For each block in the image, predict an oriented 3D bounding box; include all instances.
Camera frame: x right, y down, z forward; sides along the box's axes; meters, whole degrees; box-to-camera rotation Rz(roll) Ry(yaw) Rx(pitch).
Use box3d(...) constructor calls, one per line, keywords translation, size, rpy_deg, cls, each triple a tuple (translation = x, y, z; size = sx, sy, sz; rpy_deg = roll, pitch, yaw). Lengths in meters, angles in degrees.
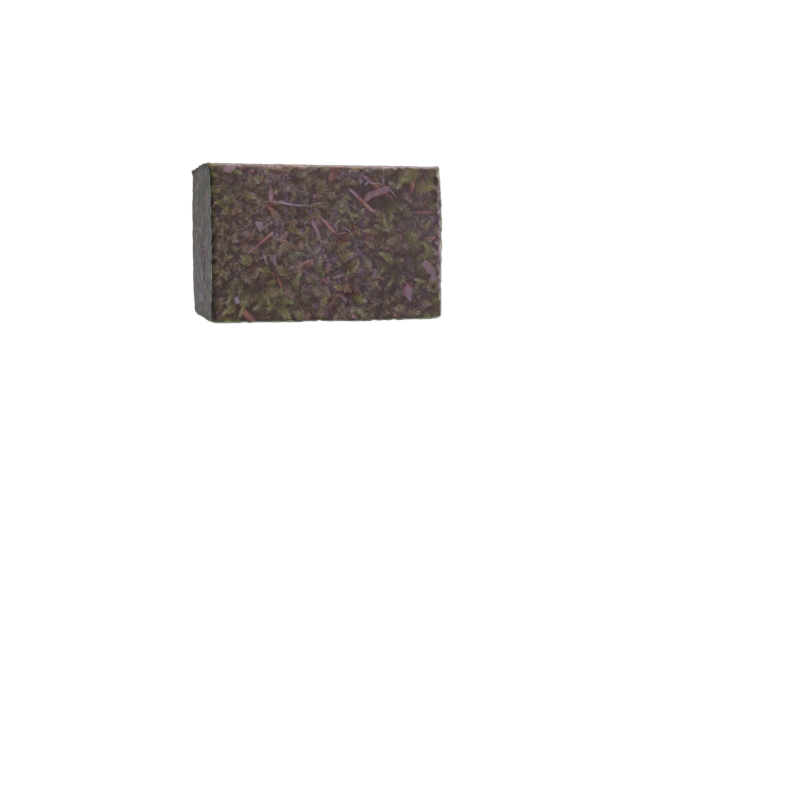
box3d(translation=(-0.029, -0.054, 0.375), size=(0.077, 0.051, 0.054), rpy_deg=(-1, 4, -14), cls="block")
